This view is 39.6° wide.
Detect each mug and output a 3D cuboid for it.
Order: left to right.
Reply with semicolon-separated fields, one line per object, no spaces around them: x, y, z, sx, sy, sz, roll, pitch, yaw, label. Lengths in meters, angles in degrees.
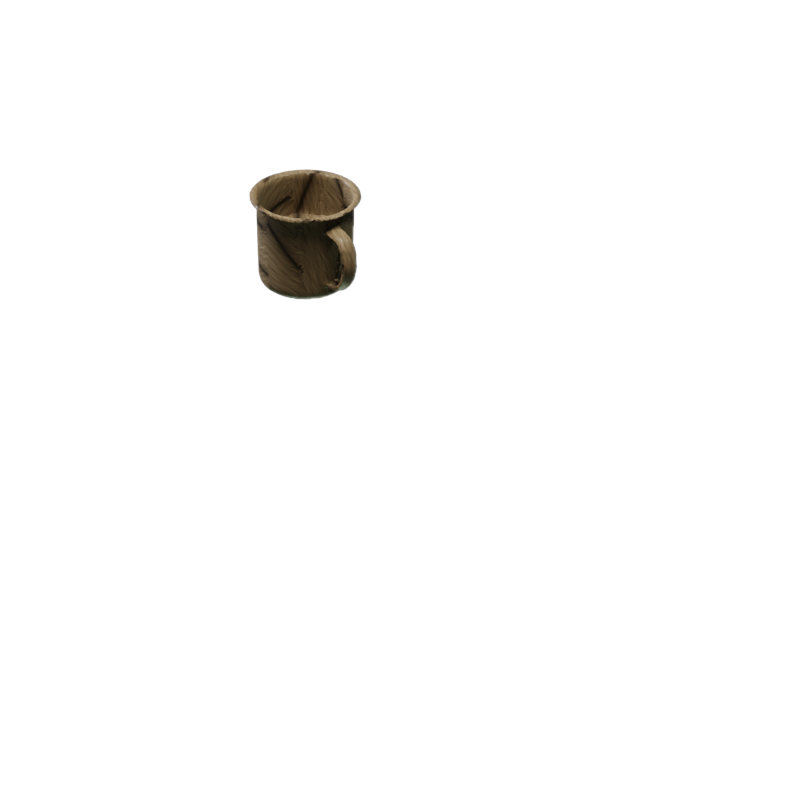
-0.073;-0.133;0.932;0.092;0.076;0.126;-22;41;-30;mug
